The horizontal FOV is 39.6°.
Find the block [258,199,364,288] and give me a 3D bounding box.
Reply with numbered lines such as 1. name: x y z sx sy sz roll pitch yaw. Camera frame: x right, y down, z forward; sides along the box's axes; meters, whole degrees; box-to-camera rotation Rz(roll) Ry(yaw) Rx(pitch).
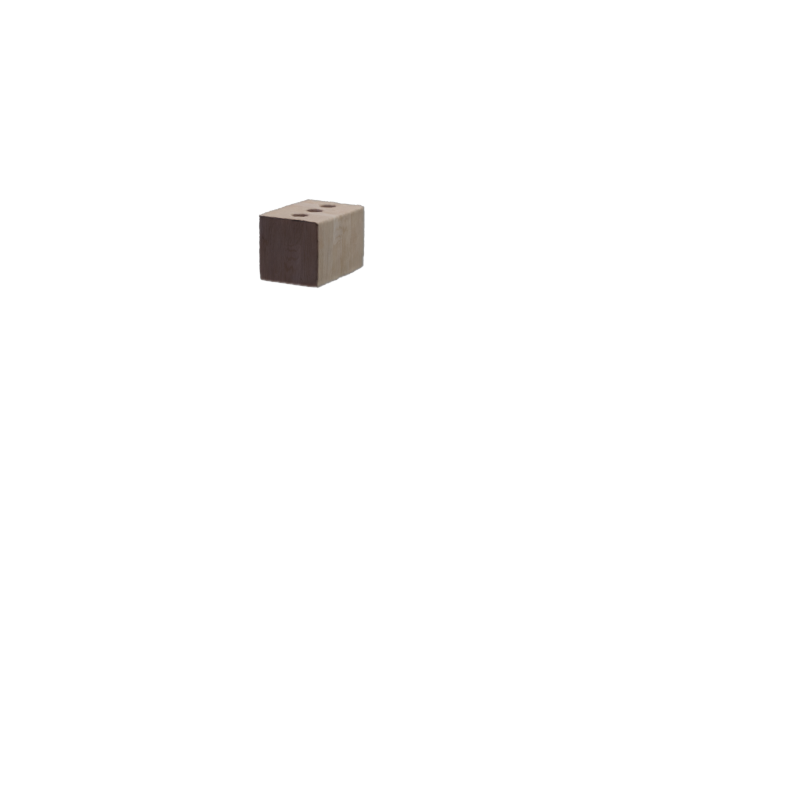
1. block: -0.067 -0.122 0.853 0.055 0.049 0.078 8 20 25
